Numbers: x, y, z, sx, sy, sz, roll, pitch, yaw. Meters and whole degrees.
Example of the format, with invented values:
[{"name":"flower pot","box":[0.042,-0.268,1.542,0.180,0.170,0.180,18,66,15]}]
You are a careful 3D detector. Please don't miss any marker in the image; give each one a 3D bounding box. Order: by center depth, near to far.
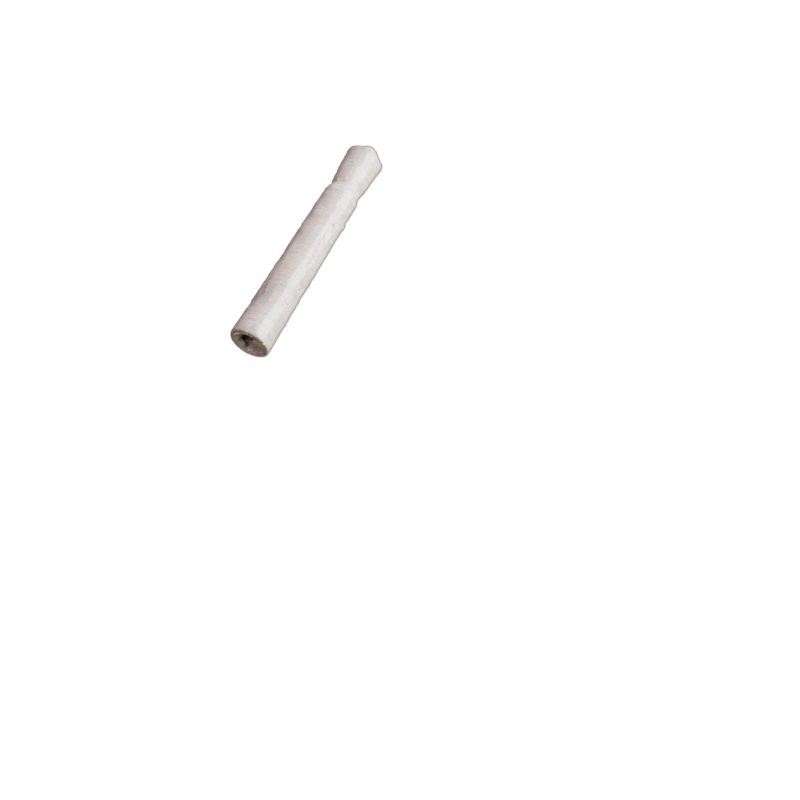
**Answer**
[{"name":"marker","box":[-0.039,-0.071,0.499,0.020,0.125,0.018,21,-32,11]}]
